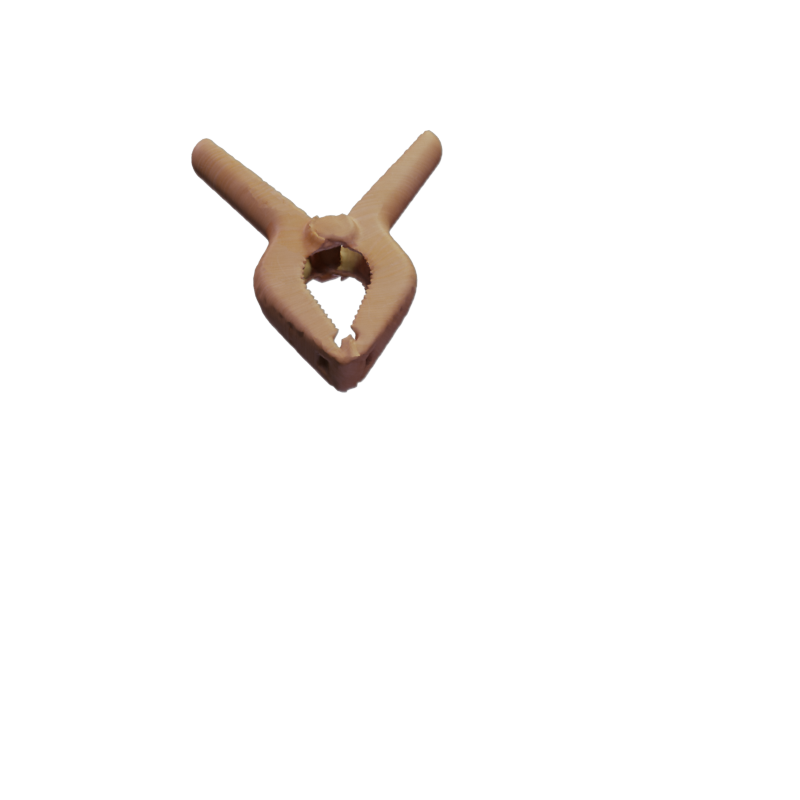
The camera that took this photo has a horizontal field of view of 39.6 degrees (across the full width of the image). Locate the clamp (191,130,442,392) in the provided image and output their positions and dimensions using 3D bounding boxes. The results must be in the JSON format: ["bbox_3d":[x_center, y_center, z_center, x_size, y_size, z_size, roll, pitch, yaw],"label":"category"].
[{"bbox_3d":[-0.052,-0.096,0.669,0.165,0.225,0.034,0,-43,0],"label":"clamp"}]
